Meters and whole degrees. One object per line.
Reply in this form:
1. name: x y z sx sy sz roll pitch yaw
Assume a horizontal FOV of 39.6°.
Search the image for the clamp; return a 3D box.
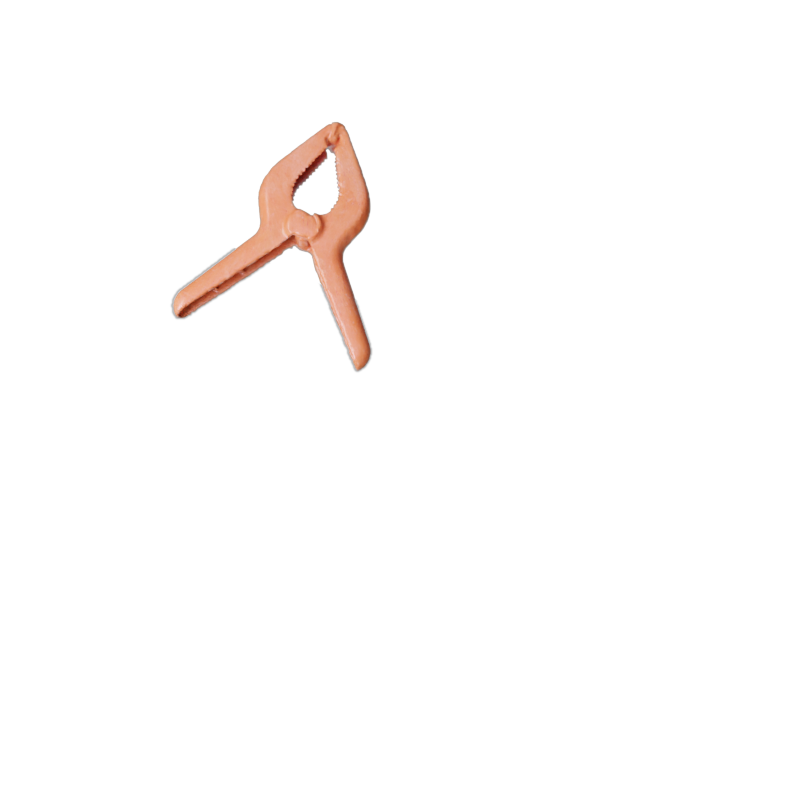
1. clamp: -0.072 -0.131 0.919 0.167 0.216 0.035 22 -20 8
